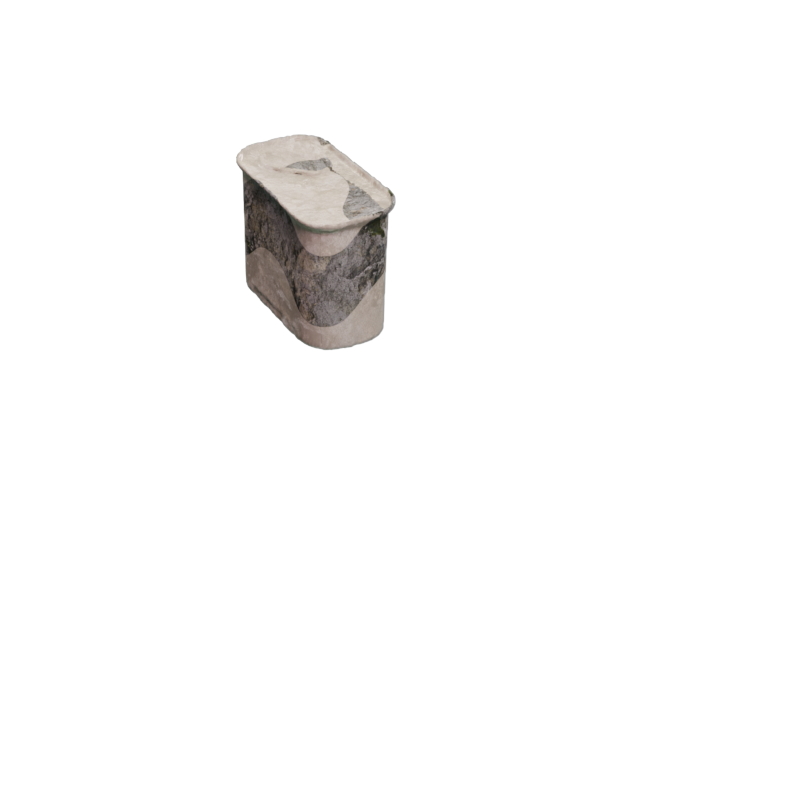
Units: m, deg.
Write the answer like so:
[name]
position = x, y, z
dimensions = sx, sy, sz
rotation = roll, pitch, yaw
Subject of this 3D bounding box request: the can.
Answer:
[can]
position = -0.048, -0.088, 0.617
dimensions = 0.057, 0.078, 0.110
rotation = -18, 40, -26
